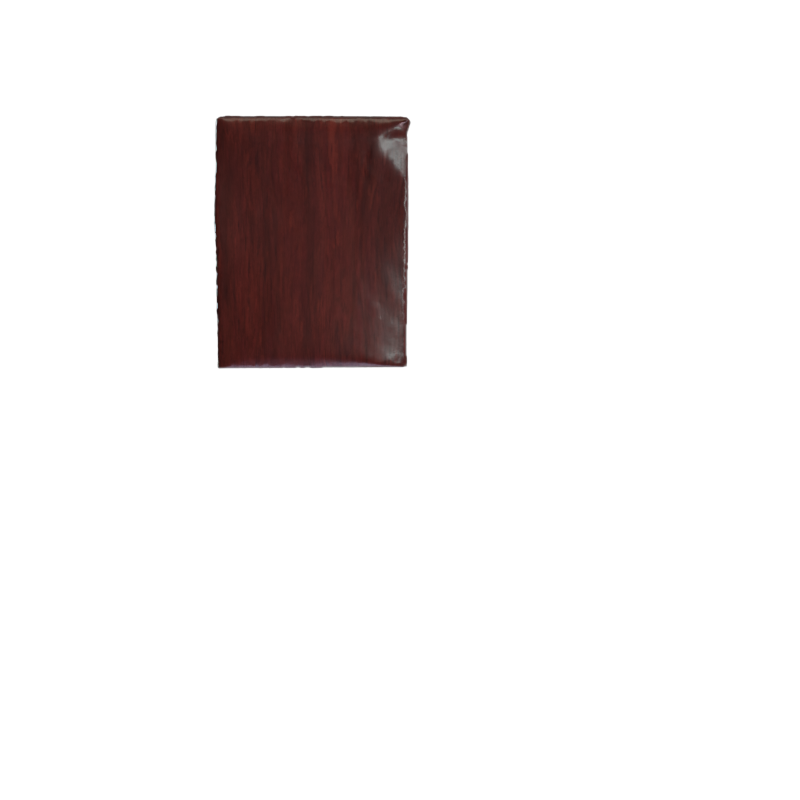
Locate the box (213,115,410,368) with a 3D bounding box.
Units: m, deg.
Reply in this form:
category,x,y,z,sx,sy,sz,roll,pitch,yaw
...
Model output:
category,x,y,z,sx,sy,sz,roll,pitch,yaw
box,-0.074,-0.135,0.948,0.164,0.210,0.073,1,8,1
